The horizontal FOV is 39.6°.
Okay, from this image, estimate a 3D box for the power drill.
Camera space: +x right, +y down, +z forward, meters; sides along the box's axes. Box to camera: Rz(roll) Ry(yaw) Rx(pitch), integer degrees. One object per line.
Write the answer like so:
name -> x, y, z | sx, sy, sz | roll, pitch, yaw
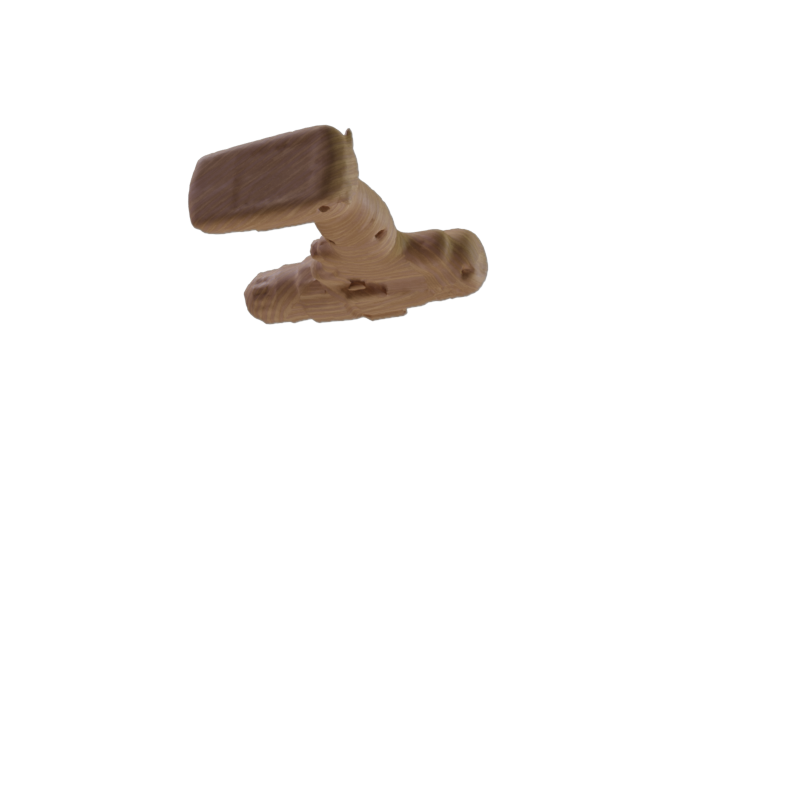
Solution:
power drill -> -0.057, -0.104, 0.727 | 0.188, 0.060, 0.175 | -9, -21, 25
